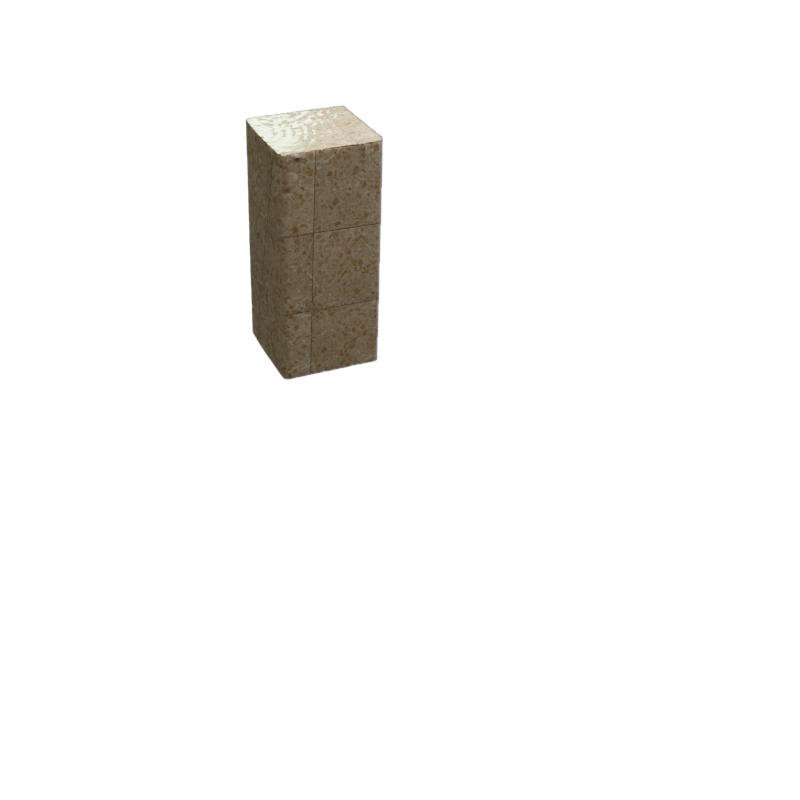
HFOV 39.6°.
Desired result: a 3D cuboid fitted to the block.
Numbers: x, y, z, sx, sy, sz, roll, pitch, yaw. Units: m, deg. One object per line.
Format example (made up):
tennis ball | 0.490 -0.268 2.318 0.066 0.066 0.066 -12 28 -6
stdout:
block | -0.074 -0.134 0.939 0.089 0.194 0.097 -10 31 -21
